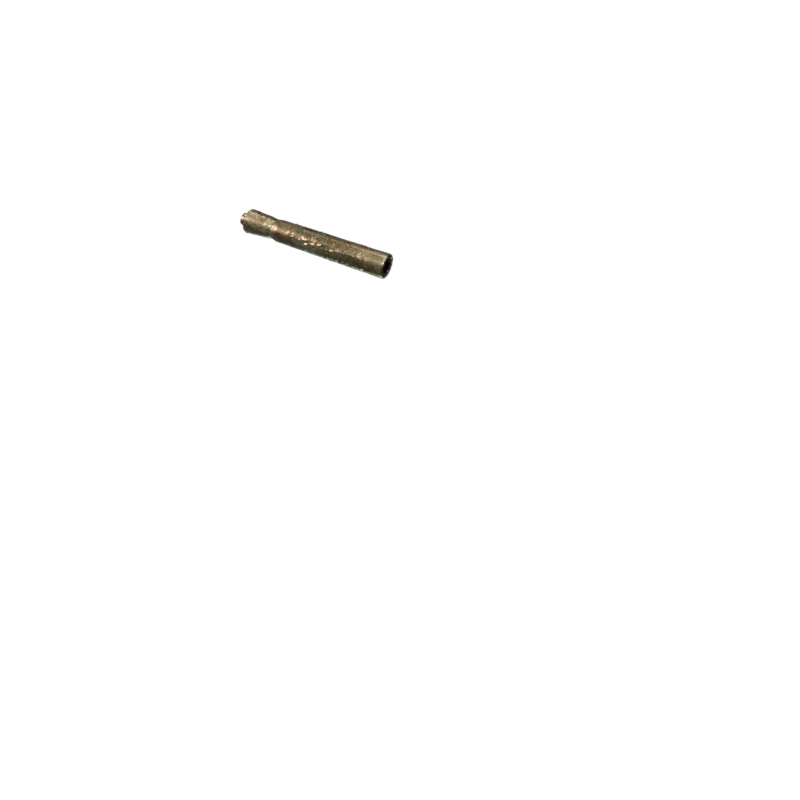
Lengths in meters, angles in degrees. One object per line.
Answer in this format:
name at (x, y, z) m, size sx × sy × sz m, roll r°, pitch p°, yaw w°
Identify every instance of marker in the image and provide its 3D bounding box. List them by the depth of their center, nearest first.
marker at (-0.063, -0.115, 0.807) m, size 0.126 × 0.019 × 0.019 m, roll 21°, pitch 11°, yaw 22°
